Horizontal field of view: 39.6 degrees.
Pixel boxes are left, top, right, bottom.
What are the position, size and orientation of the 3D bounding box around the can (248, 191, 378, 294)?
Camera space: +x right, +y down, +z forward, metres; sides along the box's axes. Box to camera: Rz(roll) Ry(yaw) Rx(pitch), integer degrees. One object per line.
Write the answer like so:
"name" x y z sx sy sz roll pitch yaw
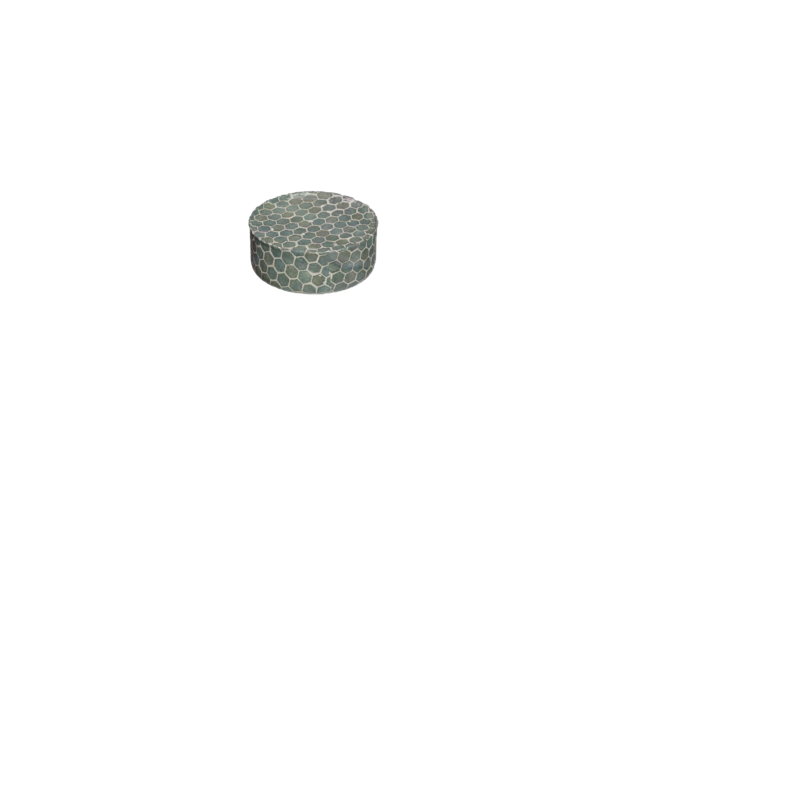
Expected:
"can" -0.058 -0.106 0.739 0.086 0.031 0.092 -1 34 -2
